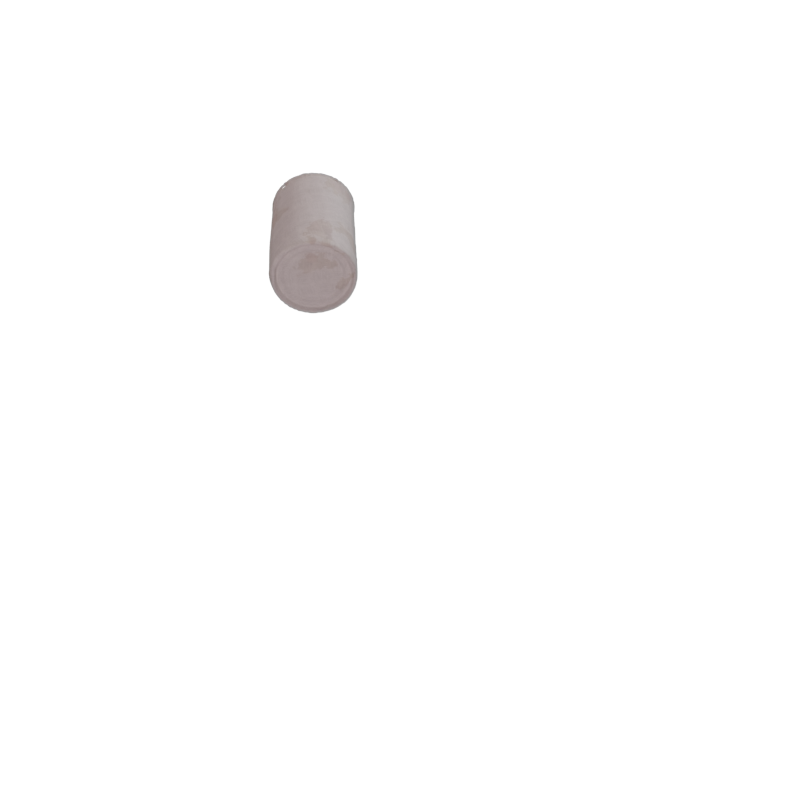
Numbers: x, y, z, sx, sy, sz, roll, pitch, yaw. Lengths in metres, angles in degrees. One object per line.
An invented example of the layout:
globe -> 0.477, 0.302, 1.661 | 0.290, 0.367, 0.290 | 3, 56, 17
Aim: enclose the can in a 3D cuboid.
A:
can -> -0.068, -0.124, 0.871 | 0.068, 0.064, 0.109 | -1, 38, -3
